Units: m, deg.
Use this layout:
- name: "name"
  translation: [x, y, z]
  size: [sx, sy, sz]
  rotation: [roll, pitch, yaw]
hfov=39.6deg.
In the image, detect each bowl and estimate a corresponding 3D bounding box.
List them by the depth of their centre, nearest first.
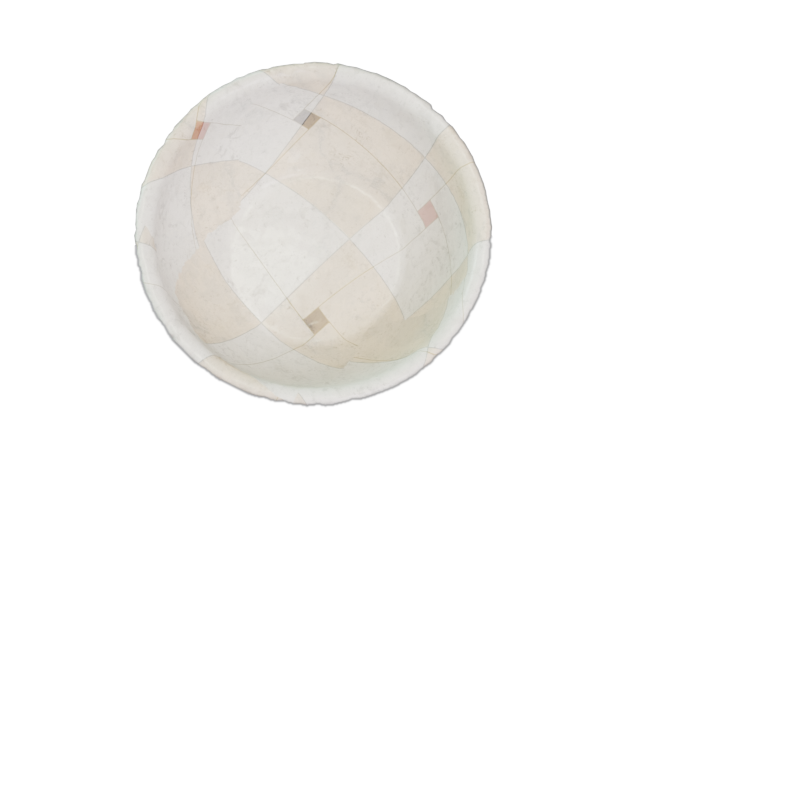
- name: "bowl"
  translation: [-0.041, -0.075, 0.525]
  size: [0.162, 0.168, 0.053]
  rotation: [0, -15, -1]
